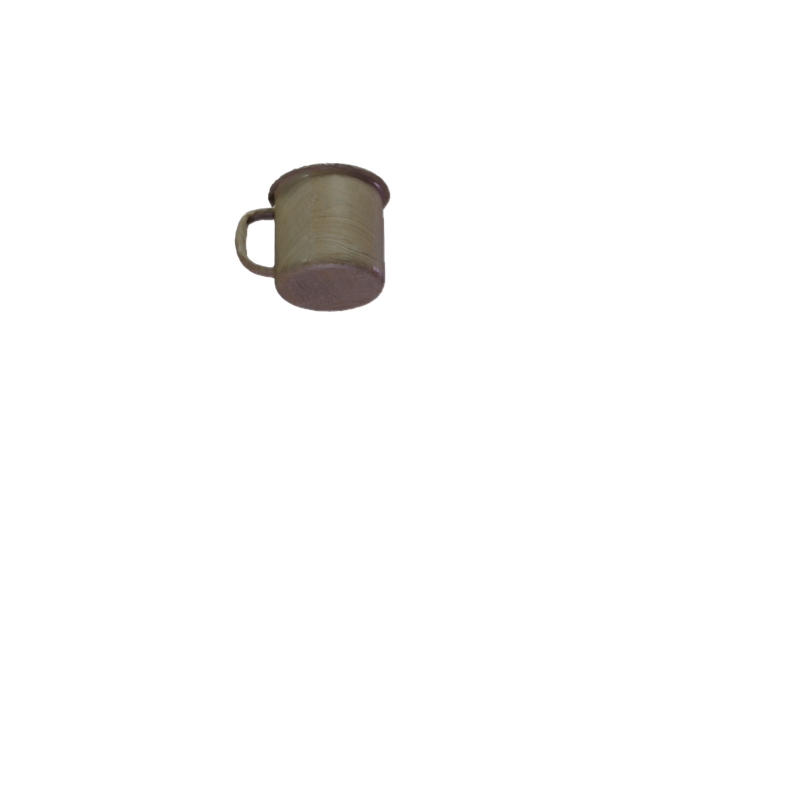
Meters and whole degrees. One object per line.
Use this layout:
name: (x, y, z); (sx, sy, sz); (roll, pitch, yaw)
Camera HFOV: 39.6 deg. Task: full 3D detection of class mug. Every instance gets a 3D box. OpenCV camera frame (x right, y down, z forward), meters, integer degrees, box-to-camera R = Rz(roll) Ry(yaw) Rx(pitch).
mug: (-0.065, -0.118, 0.825); (0.117, 0.086, 0.088); (0, -25, -2)
